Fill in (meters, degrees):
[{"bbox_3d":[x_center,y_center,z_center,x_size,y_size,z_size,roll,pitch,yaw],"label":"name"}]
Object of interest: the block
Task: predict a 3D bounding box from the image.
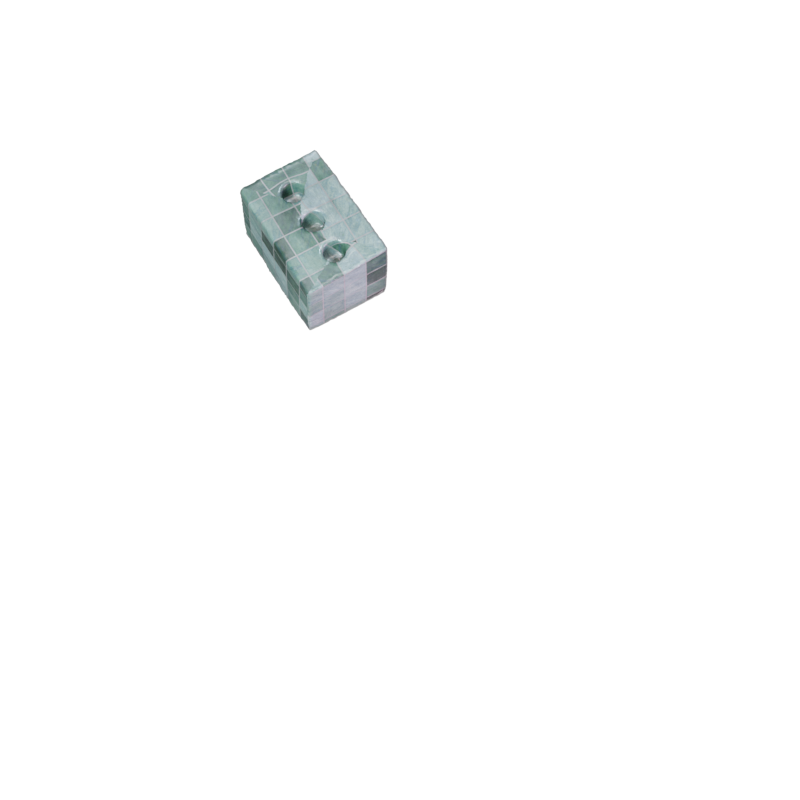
[{"bbox_3d":[-0.050,-0.090,0.633,0.053,0.082,0.048,-30,-21,-14],"label":"block"}]
